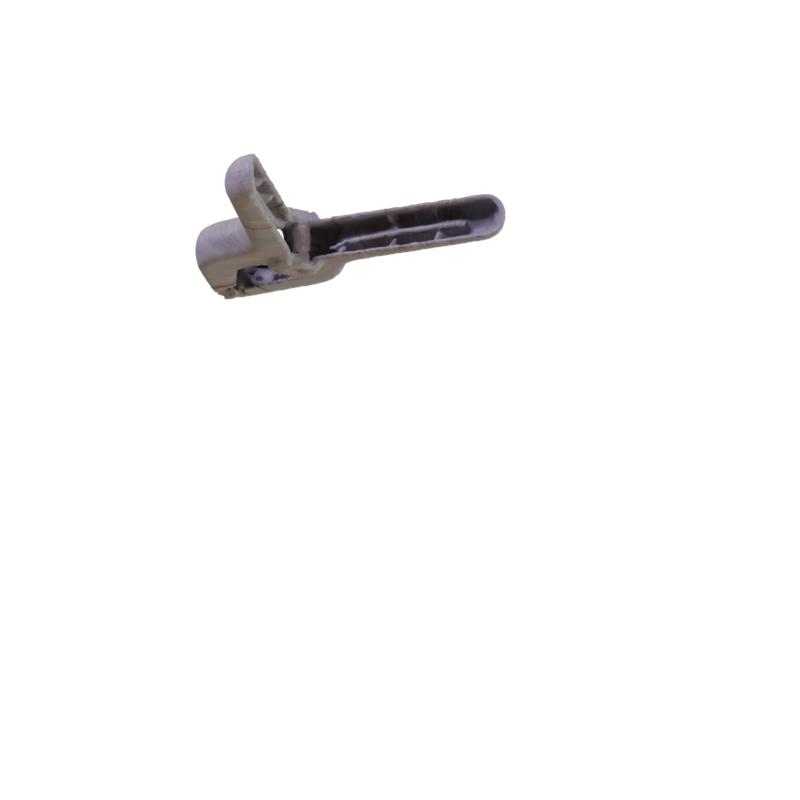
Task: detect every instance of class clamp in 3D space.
[{"bbox_3d":[-0.051,-0.093,0.654,0.159,0.037,0.210,4,-10,-24],"label":"clamp"}]
